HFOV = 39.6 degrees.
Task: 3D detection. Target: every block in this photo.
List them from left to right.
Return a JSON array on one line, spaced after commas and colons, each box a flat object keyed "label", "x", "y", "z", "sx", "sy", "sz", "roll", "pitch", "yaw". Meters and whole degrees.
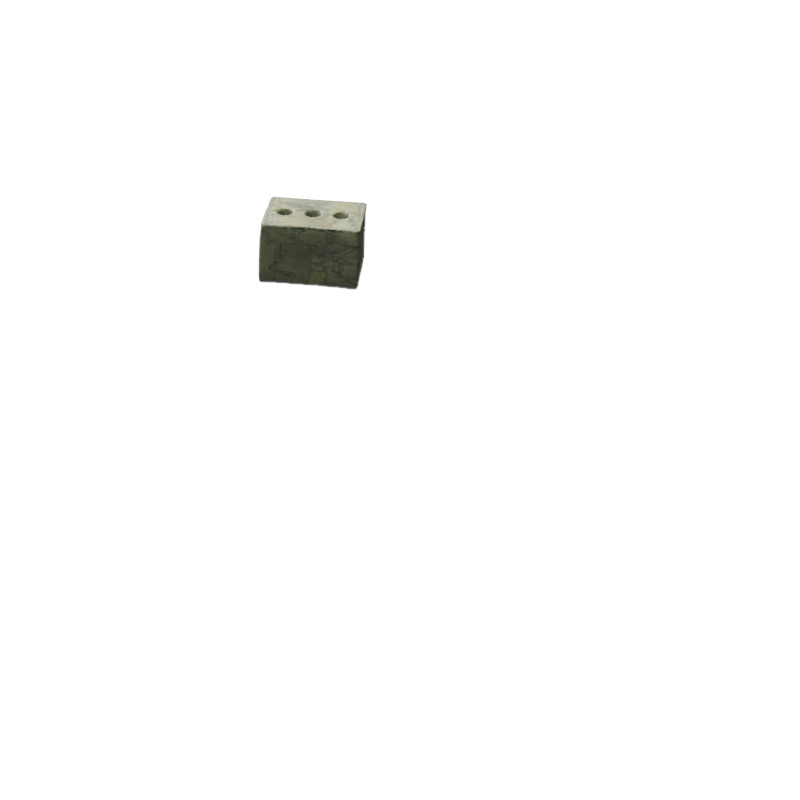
[{"label": "block", "x": -0.067, "y": -0.123, "z": 0.860, "sx": 0.079, "sy": 0.048, "sz": 0.055, "roll": 4, "pitch": 32, "yaw": 5}]
